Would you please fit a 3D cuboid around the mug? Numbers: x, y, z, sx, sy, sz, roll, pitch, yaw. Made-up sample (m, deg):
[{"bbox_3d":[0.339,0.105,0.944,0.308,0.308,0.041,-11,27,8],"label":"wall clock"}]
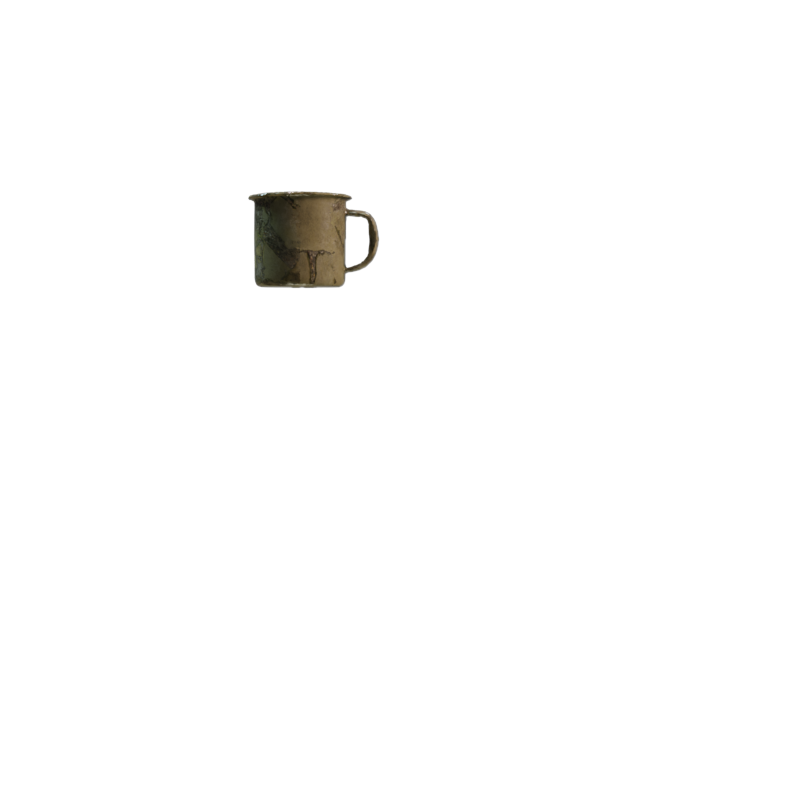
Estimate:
[{"bbox_3d":[-0.077,-0.141,0.989,0.118,0.082,0.093,0,1,4],"label":"mug"}]
